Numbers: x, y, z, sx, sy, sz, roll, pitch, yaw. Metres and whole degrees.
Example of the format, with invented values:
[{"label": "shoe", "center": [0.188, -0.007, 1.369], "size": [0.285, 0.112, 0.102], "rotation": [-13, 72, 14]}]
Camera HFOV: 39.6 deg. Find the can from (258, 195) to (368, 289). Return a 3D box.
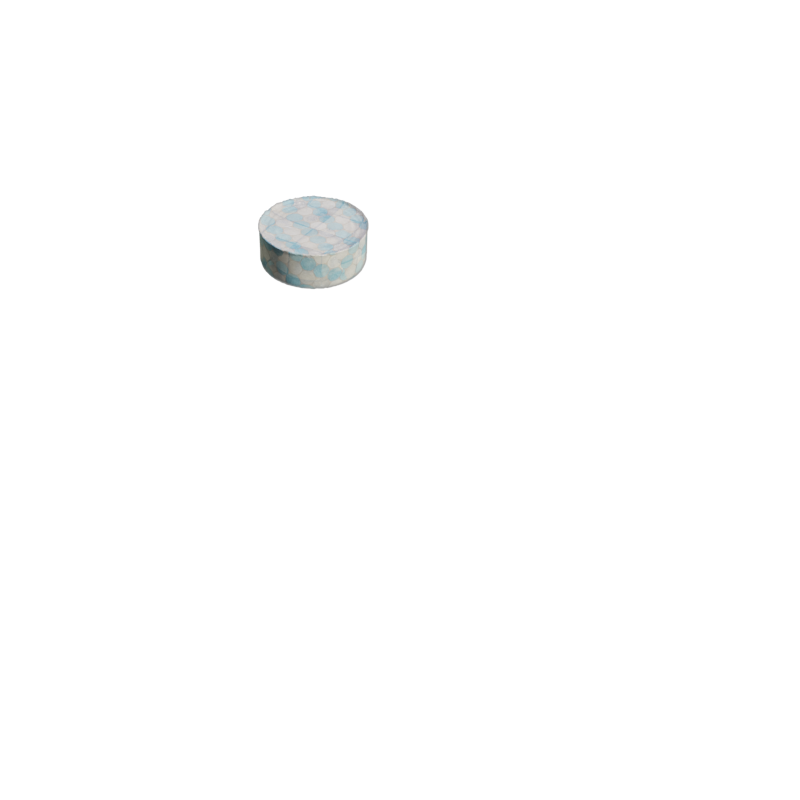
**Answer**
[{"label": "can", "center": [-0.068, -0.124, 0.867], "size": [0.086, 0.031, 0.092], "rotation": [-1, 38, -2]}]
